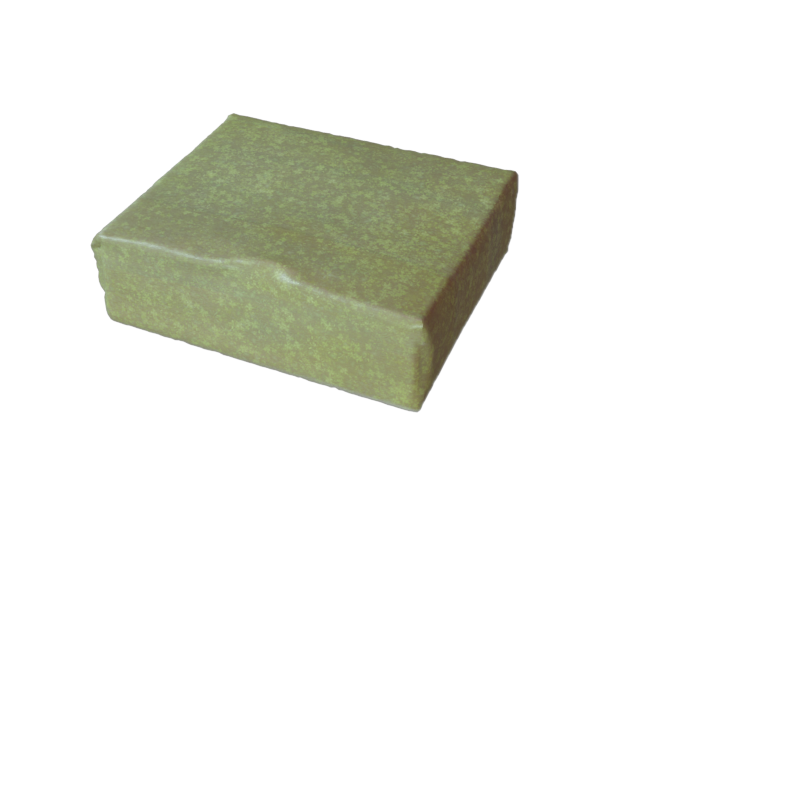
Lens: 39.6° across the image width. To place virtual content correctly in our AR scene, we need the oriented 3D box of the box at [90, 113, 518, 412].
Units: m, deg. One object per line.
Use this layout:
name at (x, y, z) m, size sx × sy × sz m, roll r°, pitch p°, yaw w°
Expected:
box at (-0.023, -0.041, 0.289) m, size 0.092 × 0.028 × 0.076 m, roll 16°, pitch 41°, yaw 18°
